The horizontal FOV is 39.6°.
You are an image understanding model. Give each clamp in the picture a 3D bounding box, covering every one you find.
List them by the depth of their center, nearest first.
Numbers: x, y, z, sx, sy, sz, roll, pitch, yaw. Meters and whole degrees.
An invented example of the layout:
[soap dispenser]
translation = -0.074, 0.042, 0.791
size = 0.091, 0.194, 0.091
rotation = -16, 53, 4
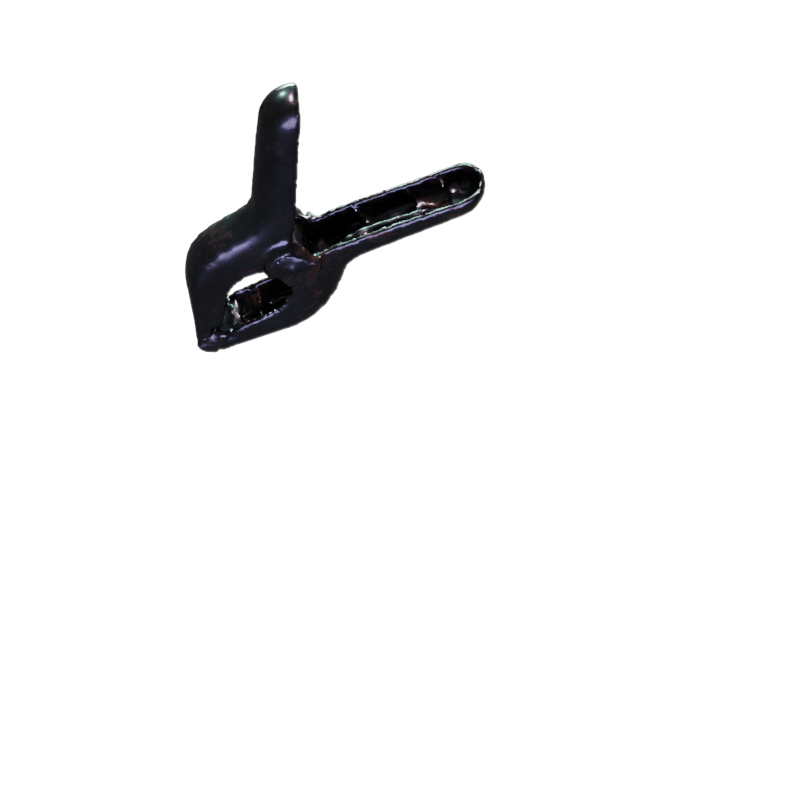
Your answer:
[clamp]
translation = -0.043, -0.078, 0.544
size = 0.115, 0.042, 0.167
rotation = 18, -40, -23
